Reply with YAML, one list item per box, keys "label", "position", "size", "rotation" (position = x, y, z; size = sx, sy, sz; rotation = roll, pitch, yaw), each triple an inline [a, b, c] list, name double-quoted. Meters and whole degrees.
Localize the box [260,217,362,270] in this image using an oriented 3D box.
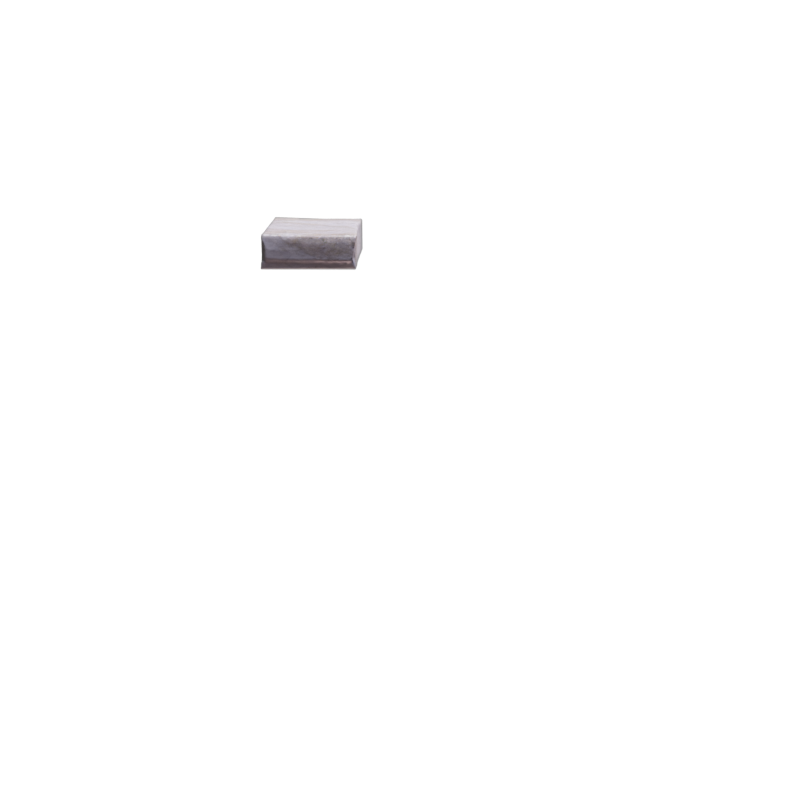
- label: "box"
  position: [-0.068, -0.124, 0.872]
  size: [0.073, 0.029, 0.092]
  rotation: [1, 17, 3]
